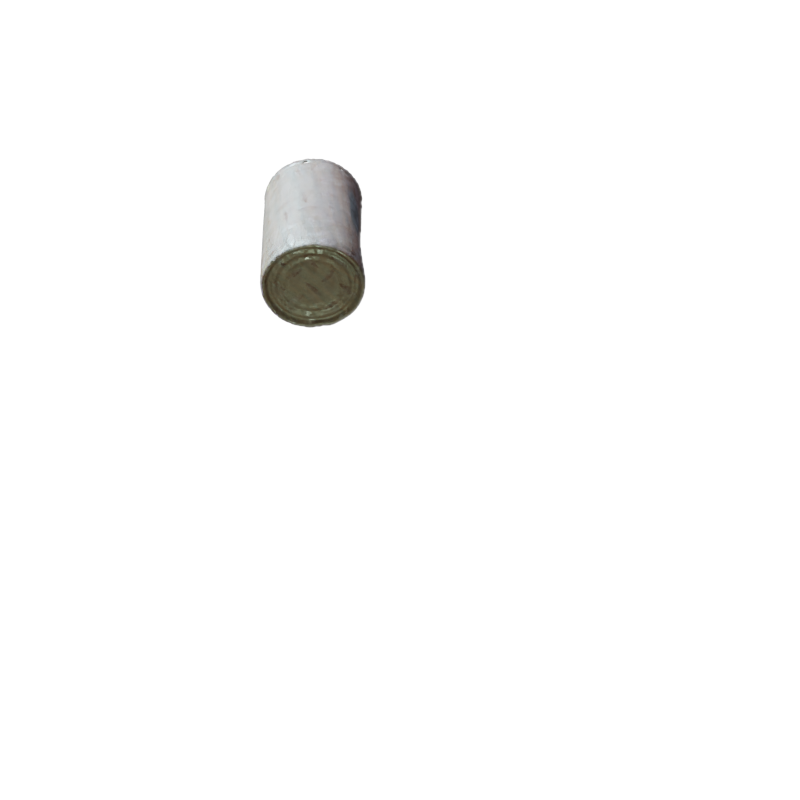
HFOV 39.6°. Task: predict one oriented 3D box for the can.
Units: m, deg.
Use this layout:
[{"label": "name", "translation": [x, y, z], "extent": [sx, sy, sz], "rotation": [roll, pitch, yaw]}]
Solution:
[{"label": "can", "translation": [-0.057, -0.104, 0.730], "extent": [0.068, 0.064, 0.109], "rotation": [-1, 39, -3]}]
